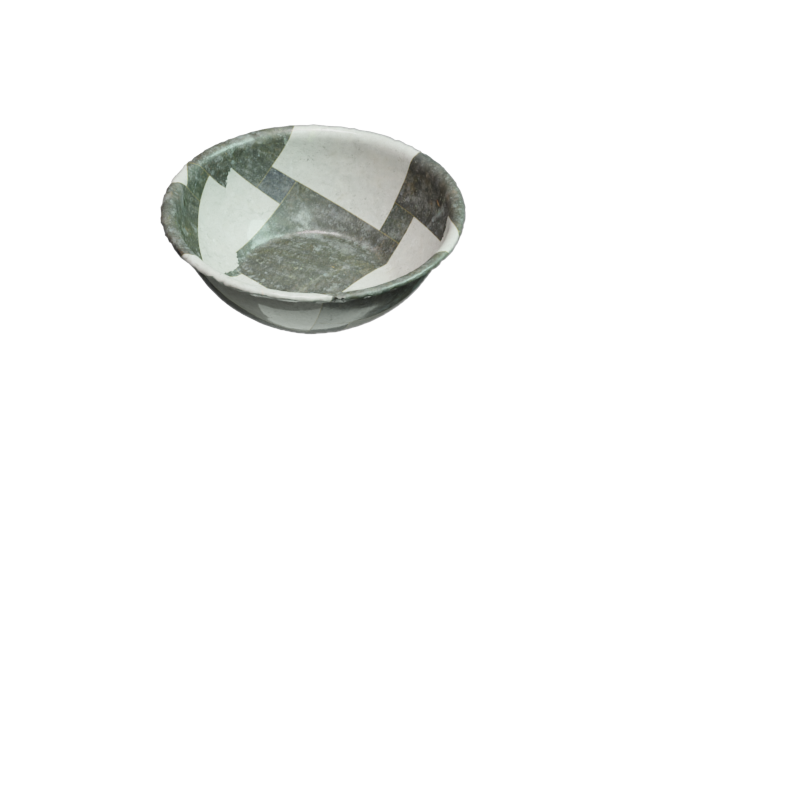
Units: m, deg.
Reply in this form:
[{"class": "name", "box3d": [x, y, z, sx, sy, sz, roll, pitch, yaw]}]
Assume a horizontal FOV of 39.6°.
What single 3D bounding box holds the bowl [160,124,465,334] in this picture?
[{"class": "bowl", "box3d": [-0.047, -0.086, 0.604, 0.162, 0.051, 0.174, -1, 41, -2]}]
